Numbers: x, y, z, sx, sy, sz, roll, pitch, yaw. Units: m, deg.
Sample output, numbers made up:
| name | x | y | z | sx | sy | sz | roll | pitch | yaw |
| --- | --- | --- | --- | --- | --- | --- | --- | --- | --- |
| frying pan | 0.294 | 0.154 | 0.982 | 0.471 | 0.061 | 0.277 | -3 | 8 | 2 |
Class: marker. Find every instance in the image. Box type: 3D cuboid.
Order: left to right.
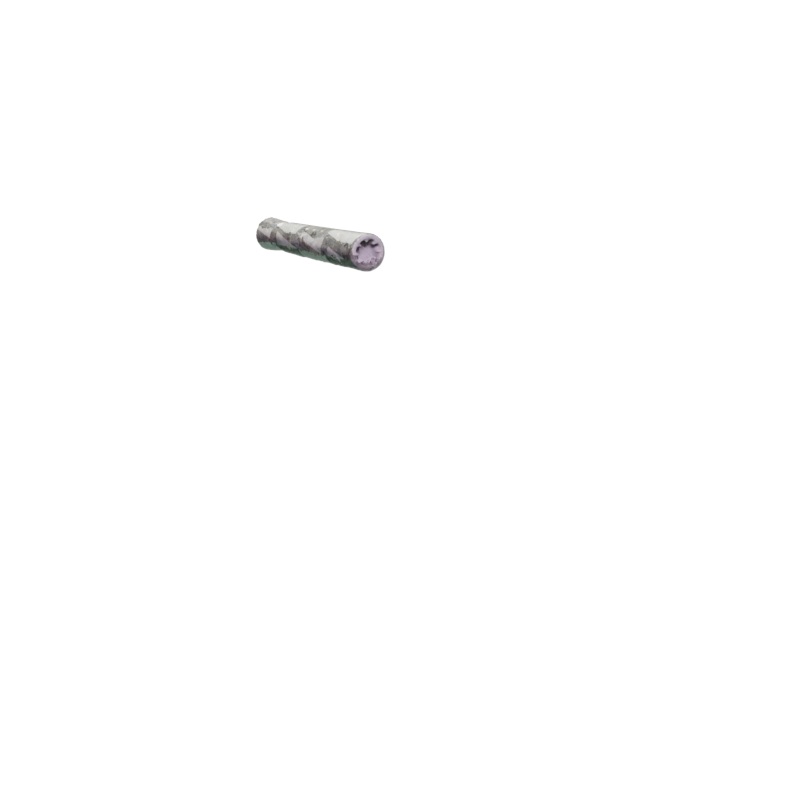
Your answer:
| name | x | y | z | sx | sy | sz | roll | pitch | yaw |
| --- | --- | --- | --- | --- | --- | --- | --- | --- | --- |
| marker | -0.046 | -0.084 | 0.589 | 0.019 | 0.019 | 0.127 | -2 | 13 | -29 |
